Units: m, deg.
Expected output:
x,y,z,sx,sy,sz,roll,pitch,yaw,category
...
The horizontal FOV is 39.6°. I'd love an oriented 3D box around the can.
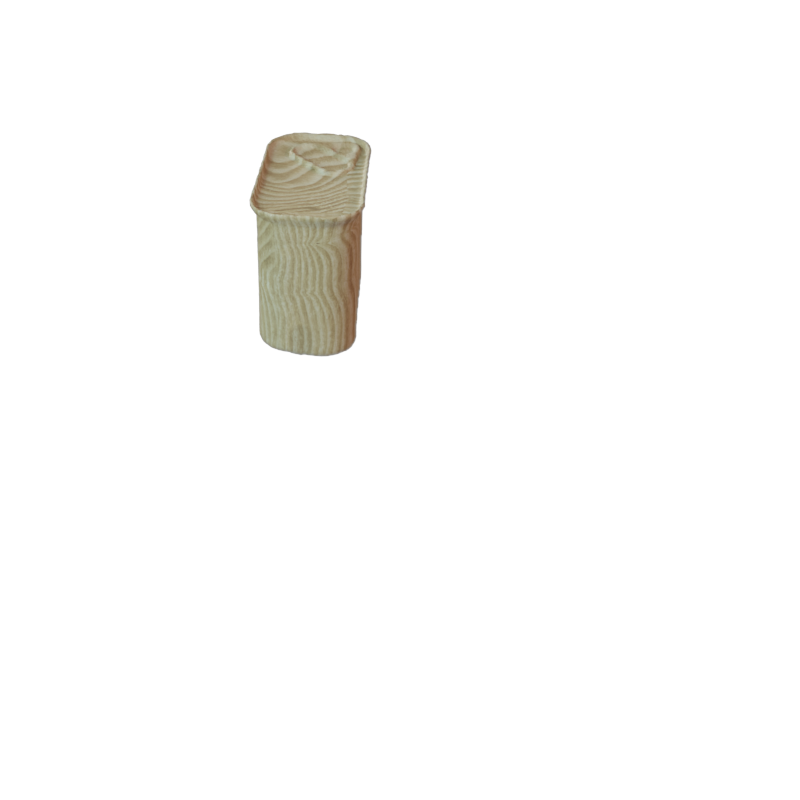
x,y,z,sx,sy,sz,roll,pitch,yaw,category
-0.047,-0.085,0.595,0.058,0.079,0.108,2,34,1,can
